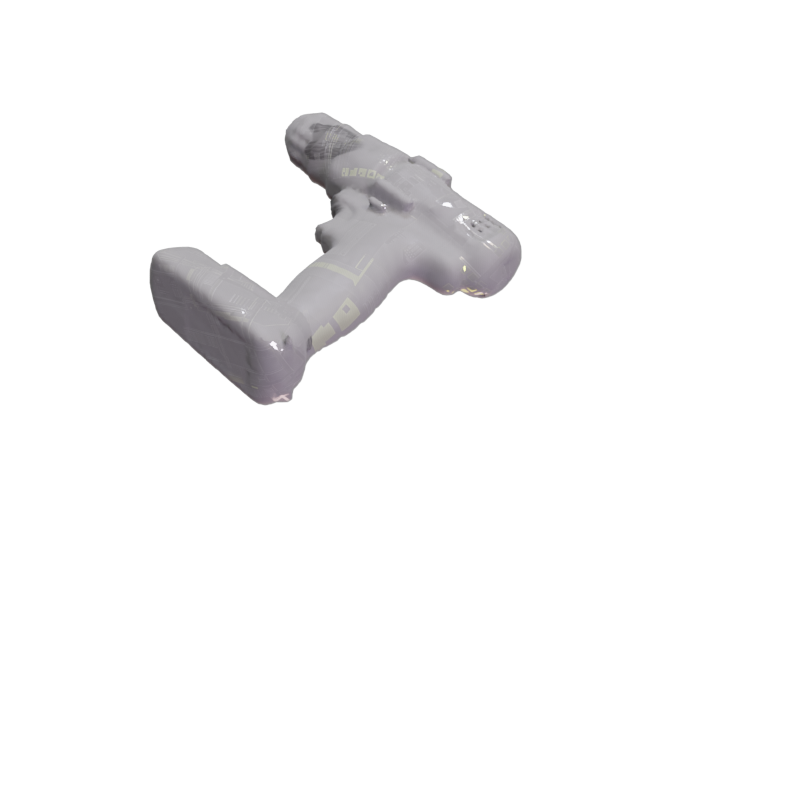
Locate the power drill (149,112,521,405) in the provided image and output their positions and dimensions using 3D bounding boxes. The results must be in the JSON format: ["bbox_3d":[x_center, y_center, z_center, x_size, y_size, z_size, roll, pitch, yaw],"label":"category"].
[{"bbox_3d":[-0.051,-0.093,0.651,0.189,0.053,0.197,-35,55,-29],"label":"power drill"}]
